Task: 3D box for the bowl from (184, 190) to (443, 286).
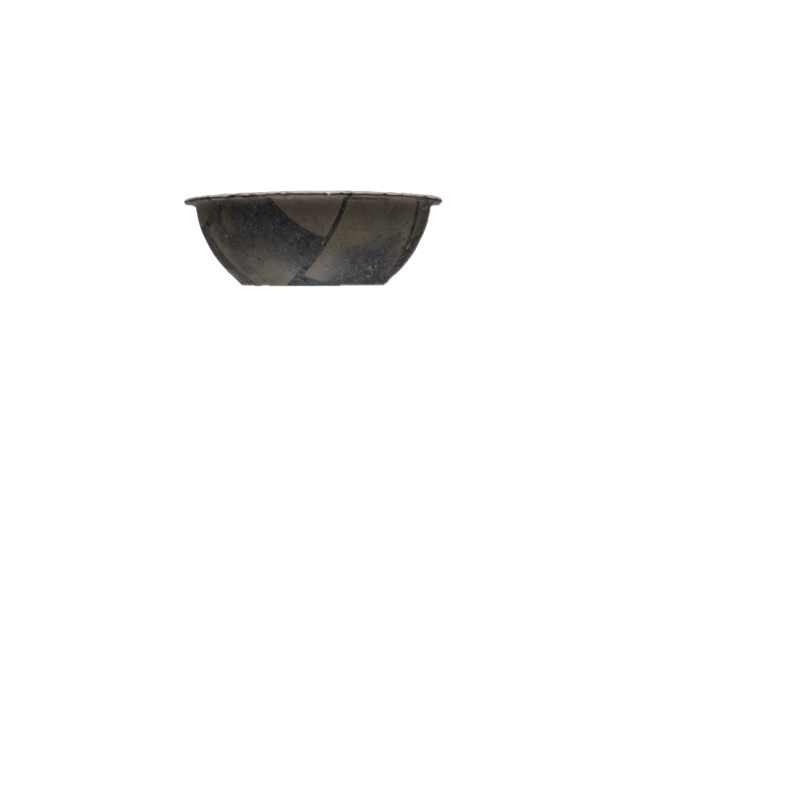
[{"bbox_3d":[-0.054,-0.099,0.696,0.162,0.055,0.163,0,6,-2],"label":"bowl"}]
